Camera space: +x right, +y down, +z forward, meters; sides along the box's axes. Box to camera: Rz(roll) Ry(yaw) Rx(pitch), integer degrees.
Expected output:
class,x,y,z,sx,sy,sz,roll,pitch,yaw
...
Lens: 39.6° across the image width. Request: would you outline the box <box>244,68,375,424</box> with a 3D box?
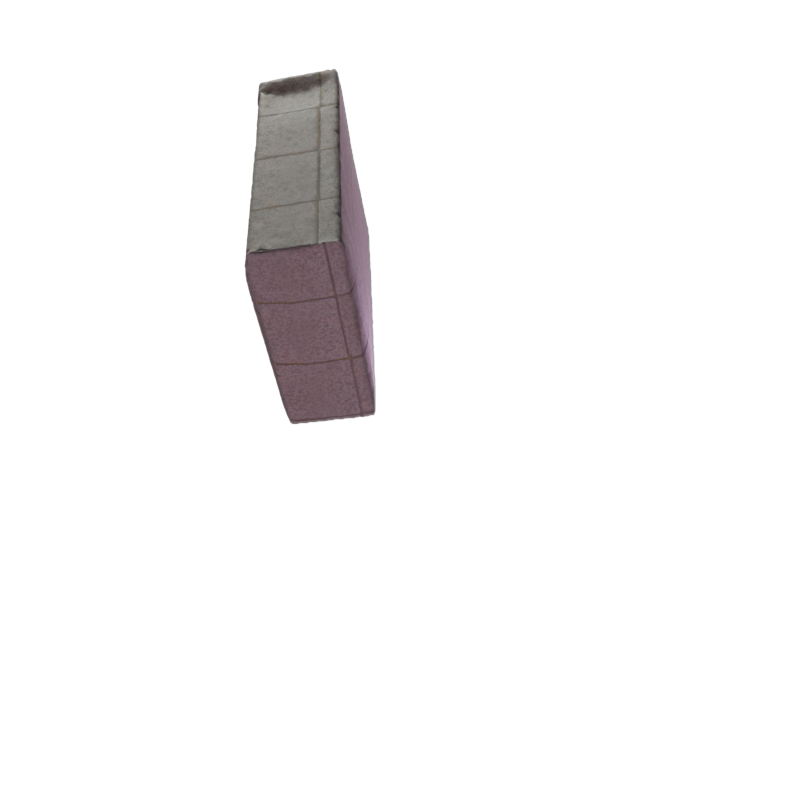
class,x,y,z,sx,sy,sz,roll,pitch,yaw
box,-0.064,-0.117,0.821,0.072,0.152,0.230,-8,43,3
